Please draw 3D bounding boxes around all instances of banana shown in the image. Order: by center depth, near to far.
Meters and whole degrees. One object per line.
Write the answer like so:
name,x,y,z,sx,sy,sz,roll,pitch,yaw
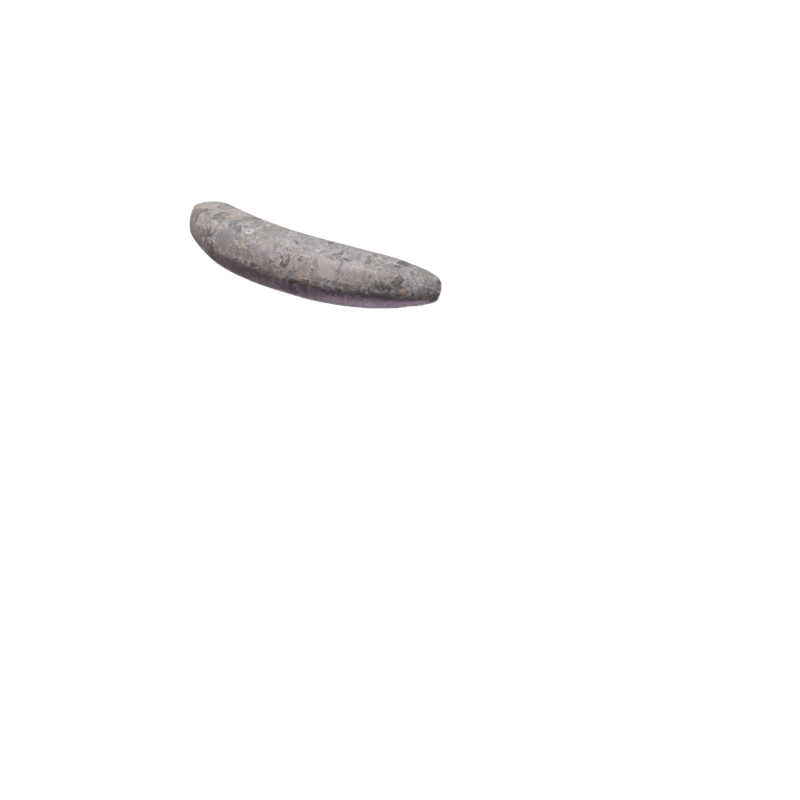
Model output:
banana,-0.069,-0.093,0.686,0.210,0.035,0.069,26,39,36
